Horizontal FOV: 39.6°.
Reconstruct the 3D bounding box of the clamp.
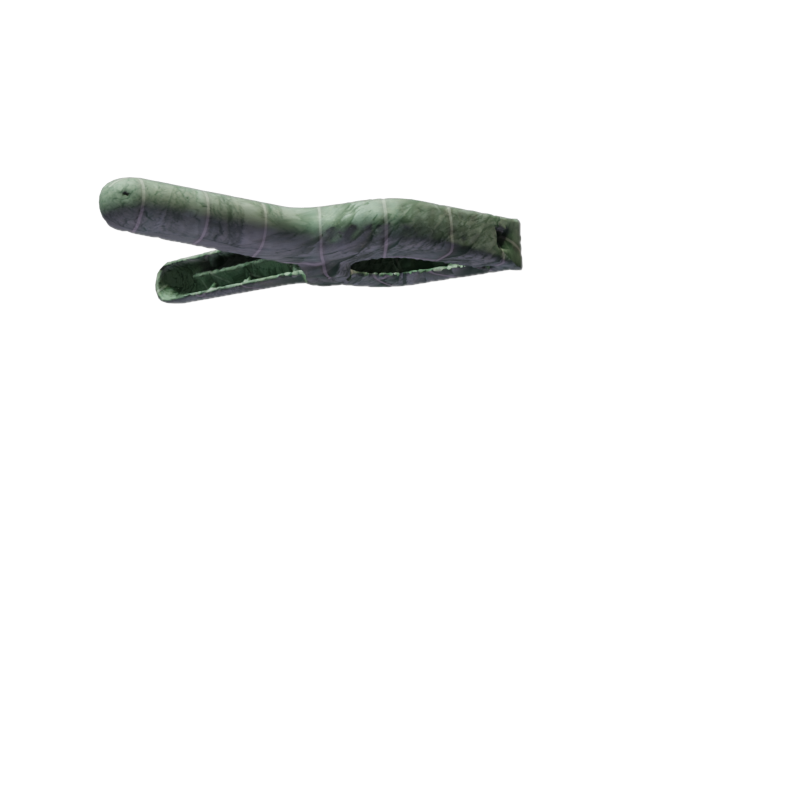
[{"bbox_3d":[-0.044,-0.081,0.565,0.212,0.037,0.158,-1,-8,7],"label":"clamp"}]
